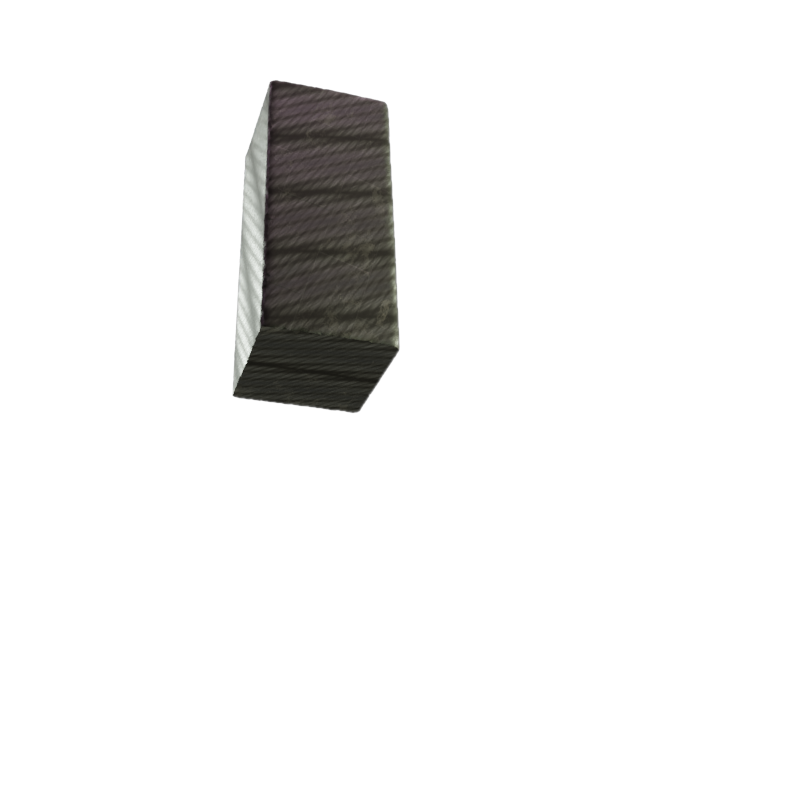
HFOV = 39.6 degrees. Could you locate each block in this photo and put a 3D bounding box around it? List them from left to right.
[{"bbox_3d":[-0.059,-0.109,0.760,0.088,0.221,0.087,8,-35,-16],"label":"block"}]
